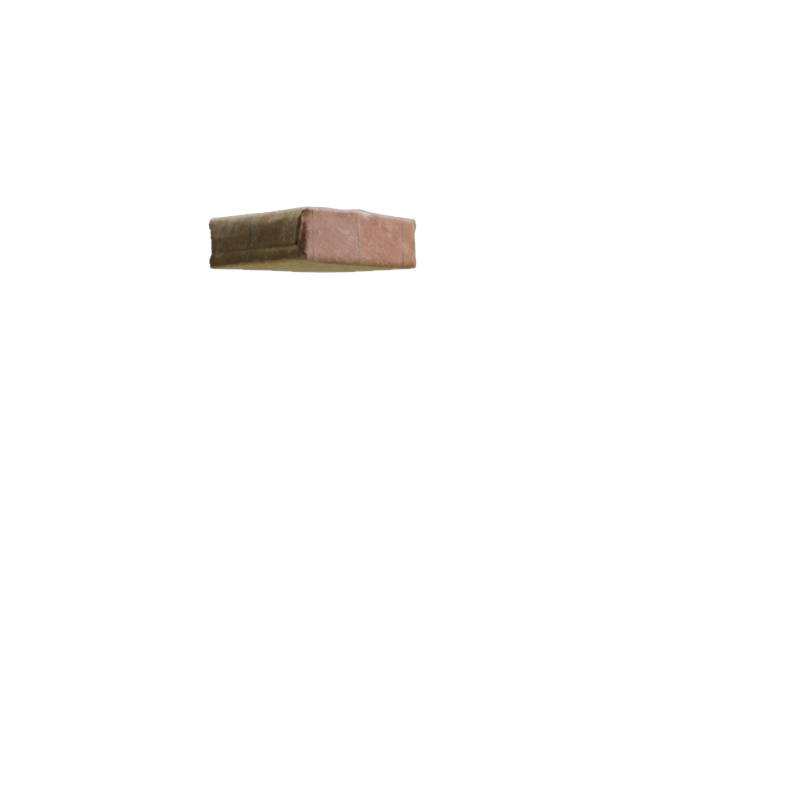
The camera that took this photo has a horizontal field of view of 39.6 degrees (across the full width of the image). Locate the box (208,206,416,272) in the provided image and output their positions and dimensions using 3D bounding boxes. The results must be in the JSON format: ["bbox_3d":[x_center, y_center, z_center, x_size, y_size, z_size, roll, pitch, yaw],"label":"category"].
[{"bbox_3d":[-0.047,-0.085,0.596,0.076,0.030,0.086,2,3,43],"label":"box"}]
